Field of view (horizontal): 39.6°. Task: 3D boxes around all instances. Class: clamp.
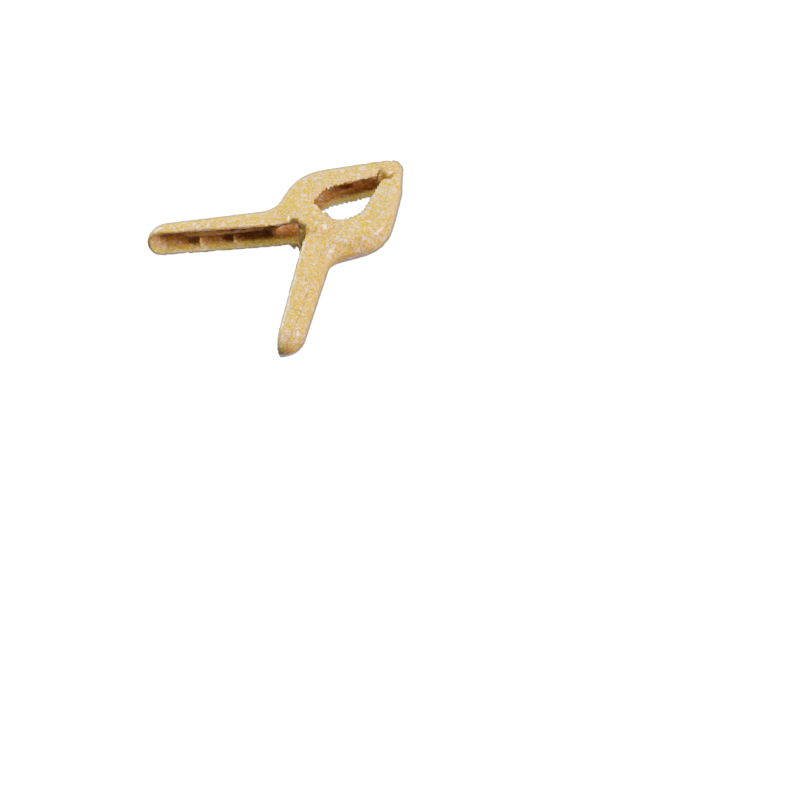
[{"bbox_3d":[-0.068,-0.123,0.863,0.210,0.034,0.177,-30,54,-25],"label":"clamp"}]
